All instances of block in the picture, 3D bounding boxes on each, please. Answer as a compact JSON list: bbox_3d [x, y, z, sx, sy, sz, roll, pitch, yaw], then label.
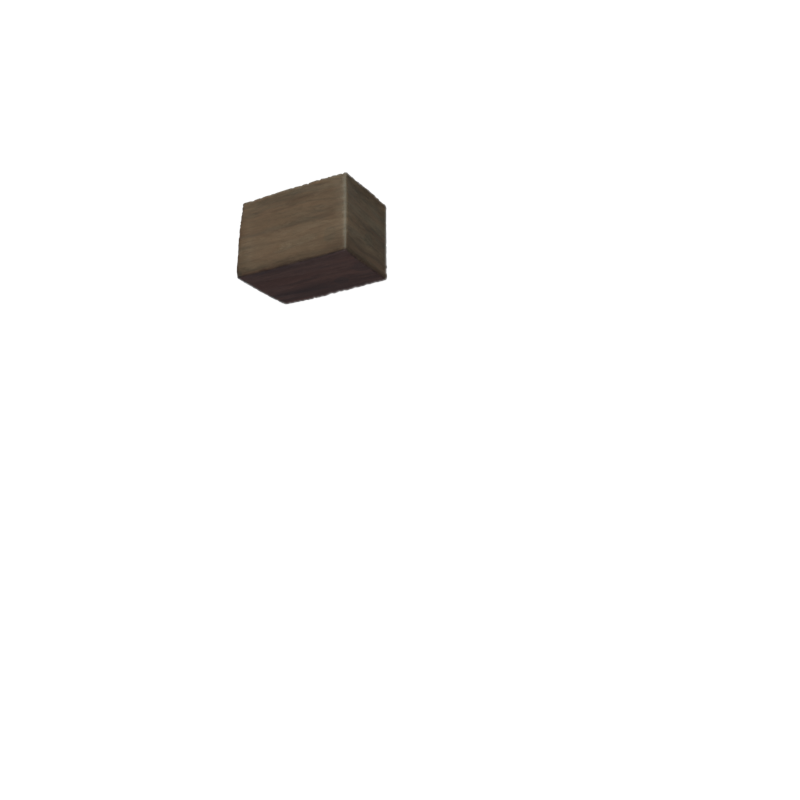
[{"bbox_3d":[-0.053,-0.097,0.678,0.079,0.054,0.049,-12,-25,27],"label":"block"}]
